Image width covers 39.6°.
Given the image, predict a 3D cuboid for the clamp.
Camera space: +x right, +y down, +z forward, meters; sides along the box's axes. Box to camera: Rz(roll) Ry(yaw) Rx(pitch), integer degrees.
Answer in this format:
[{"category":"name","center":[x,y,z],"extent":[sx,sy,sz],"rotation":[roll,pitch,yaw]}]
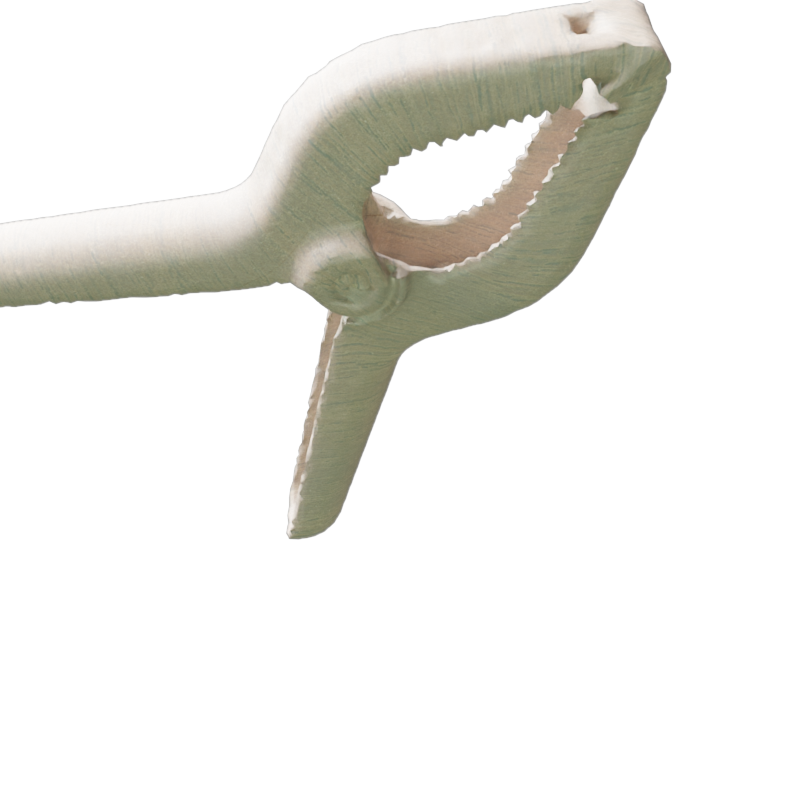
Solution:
[{"category":"clamp","center":[-0.024,-0.045,0.313],"extent":[0.156,0.039,0.207],"rotation":[32,-55,-27]}]
